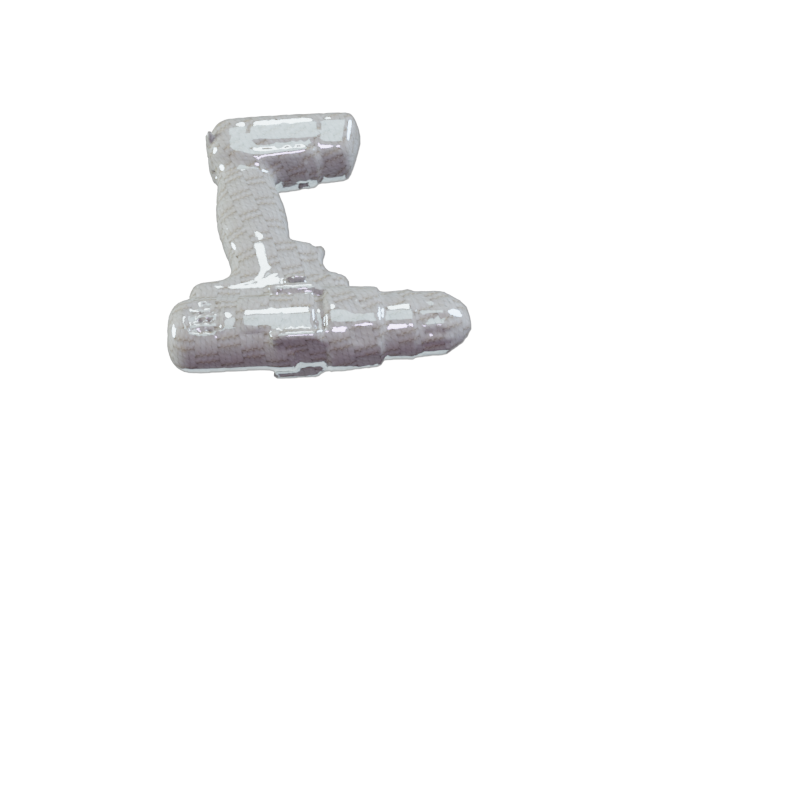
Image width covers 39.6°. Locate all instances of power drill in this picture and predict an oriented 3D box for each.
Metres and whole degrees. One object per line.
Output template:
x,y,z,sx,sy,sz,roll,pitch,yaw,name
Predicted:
-0.056,-0.102,0.716,0.184,0.202,0.054,-3,-36,-3,power drill
